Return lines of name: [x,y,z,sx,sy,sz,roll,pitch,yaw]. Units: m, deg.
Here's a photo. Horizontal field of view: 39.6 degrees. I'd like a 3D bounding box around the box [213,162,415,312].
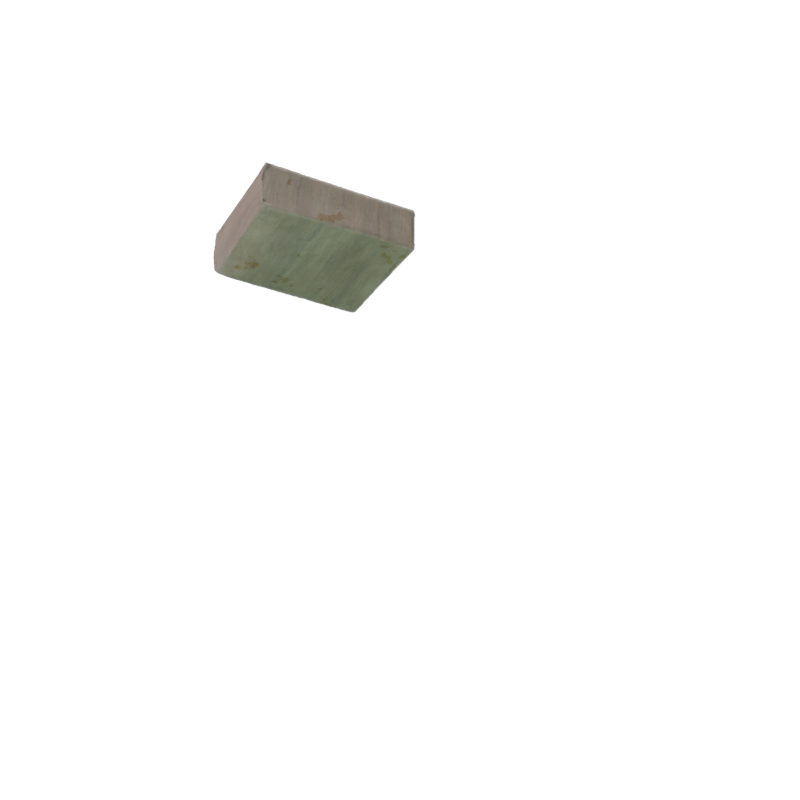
box: [-0.059,-0.107,0.751,0.109,0.041,0.087,14,-34,-23]
